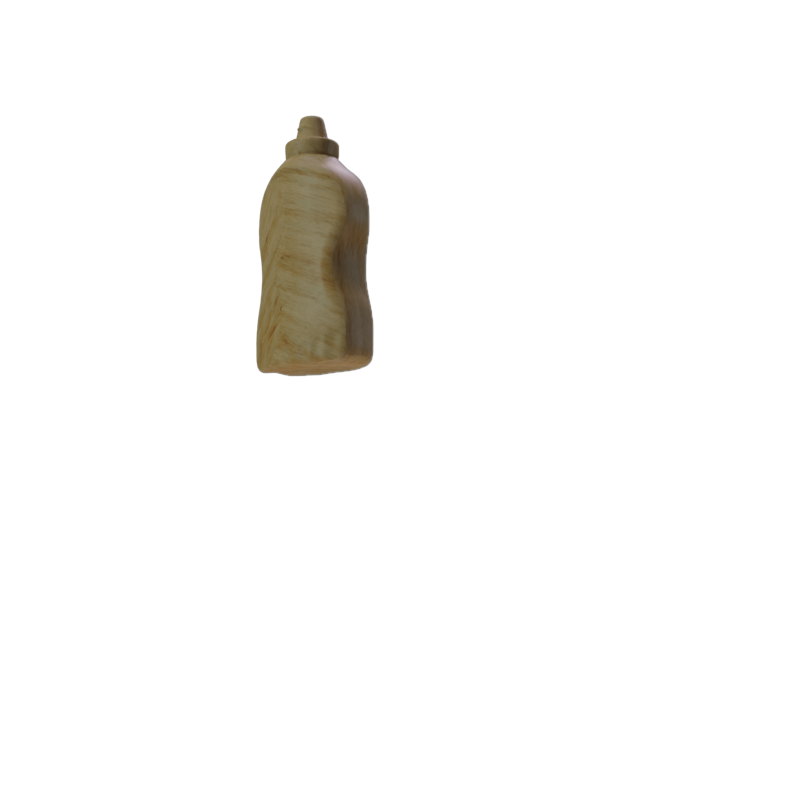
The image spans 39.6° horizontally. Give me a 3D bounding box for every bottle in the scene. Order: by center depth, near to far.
[{"bbox_3d":[-0.065,-0.117,0.821,0.055,0.198,0.098,11,-17,-43],"label":"bottle"}]
